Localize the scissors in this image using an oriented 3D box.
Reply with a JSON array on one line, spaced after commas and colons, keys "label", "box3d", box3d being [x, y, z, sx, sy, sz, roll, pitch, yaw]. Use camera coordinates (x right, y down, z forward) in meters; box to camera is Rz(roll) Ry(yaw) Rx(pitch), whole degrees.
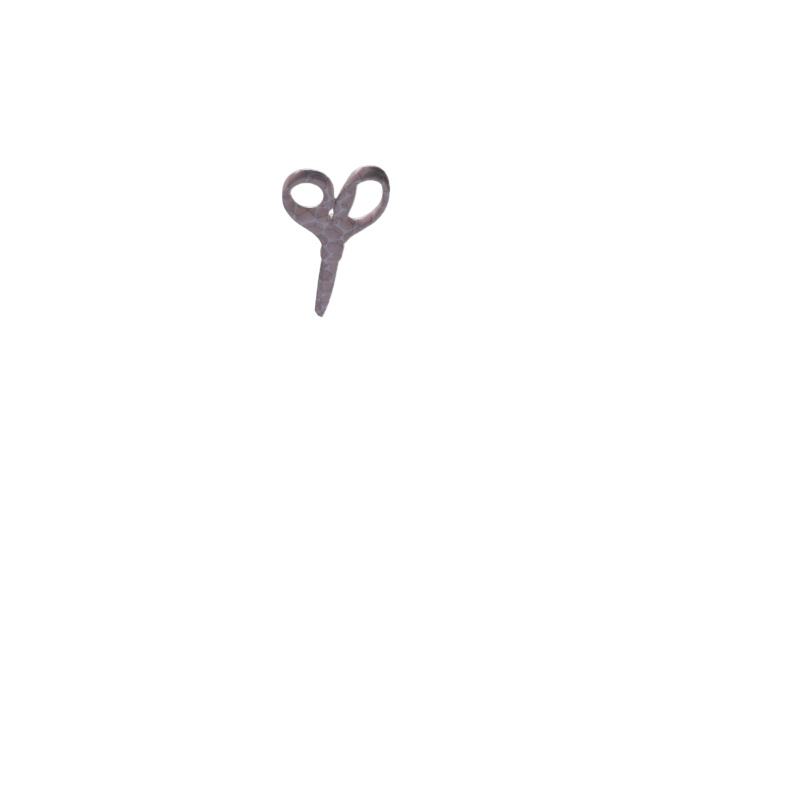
[{"label": "scissors", "box3d": [-0.074, -0.136, 0.949, 0.093, 0.017, 0.195, 14, -37, -20]}]
